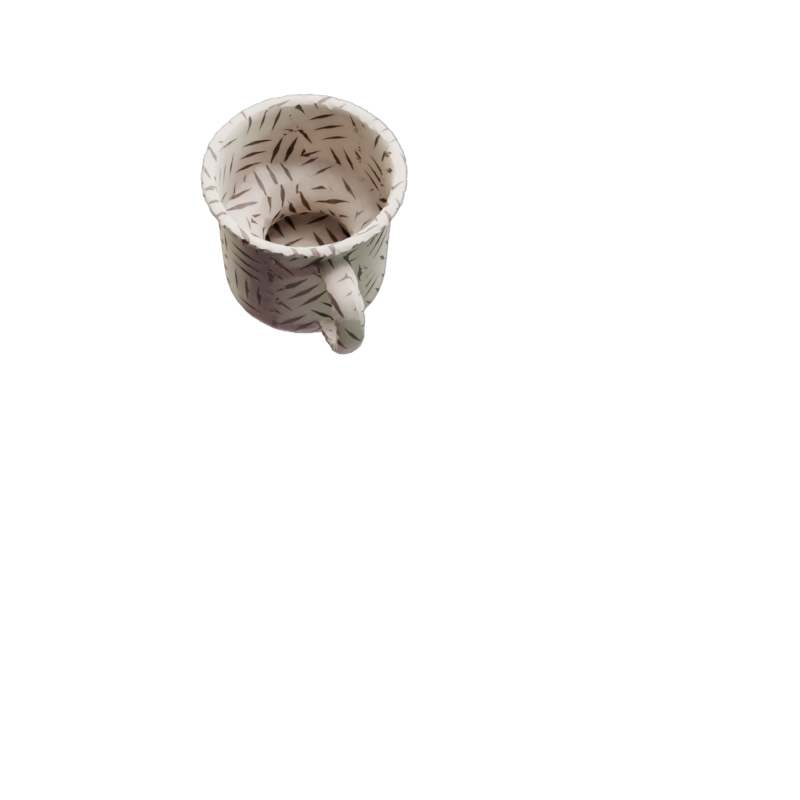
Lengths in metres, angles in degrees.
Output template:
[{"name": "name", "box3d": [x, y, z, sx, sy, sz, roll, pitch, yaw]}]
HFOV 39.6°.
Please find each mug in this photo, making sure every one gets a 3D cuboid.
[{"name": "mug", "box3d": [-0.041, -0.075, 0.524, 0.092, 0.126, 0.076, -18, -29, -12]}]
